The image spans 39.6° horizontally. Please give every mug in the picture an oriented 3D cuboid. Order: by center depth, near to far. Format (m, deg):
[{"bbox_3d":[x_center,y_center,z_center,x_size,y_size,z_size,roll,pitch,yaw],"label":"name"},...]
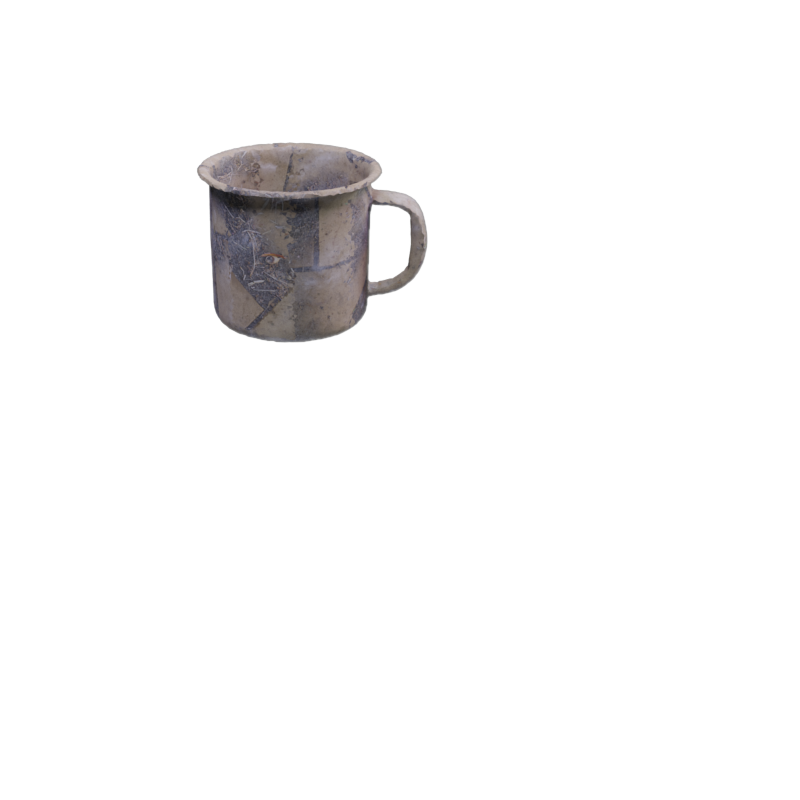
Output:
[{"bbox_3d":[-0.045,-0.082,0.573,0.117,0.078,0.098,1,25,0],"label":"mug"}]
